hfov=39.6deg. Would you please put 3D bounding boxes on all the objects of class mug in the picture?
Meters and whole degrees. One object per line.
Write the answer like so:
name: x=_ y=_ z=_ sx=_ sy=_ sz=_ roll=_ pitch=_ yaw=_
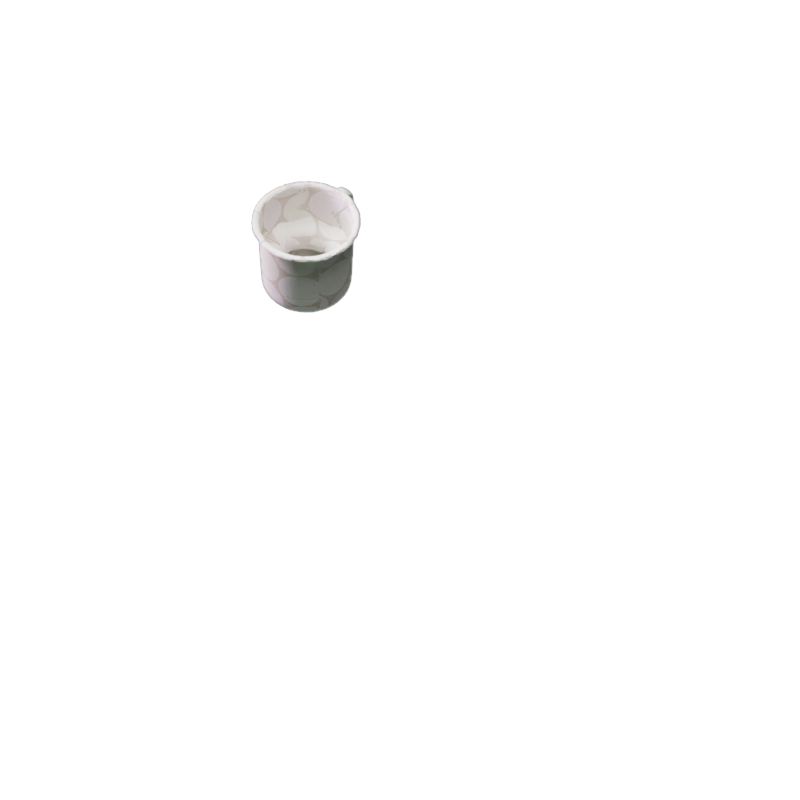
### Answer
mug: x=-0.076 y=-0.139 z=0.977 sx=0.097 sy=0.121 sz=0.076 roll=24 pitch=-35 yaw=16
